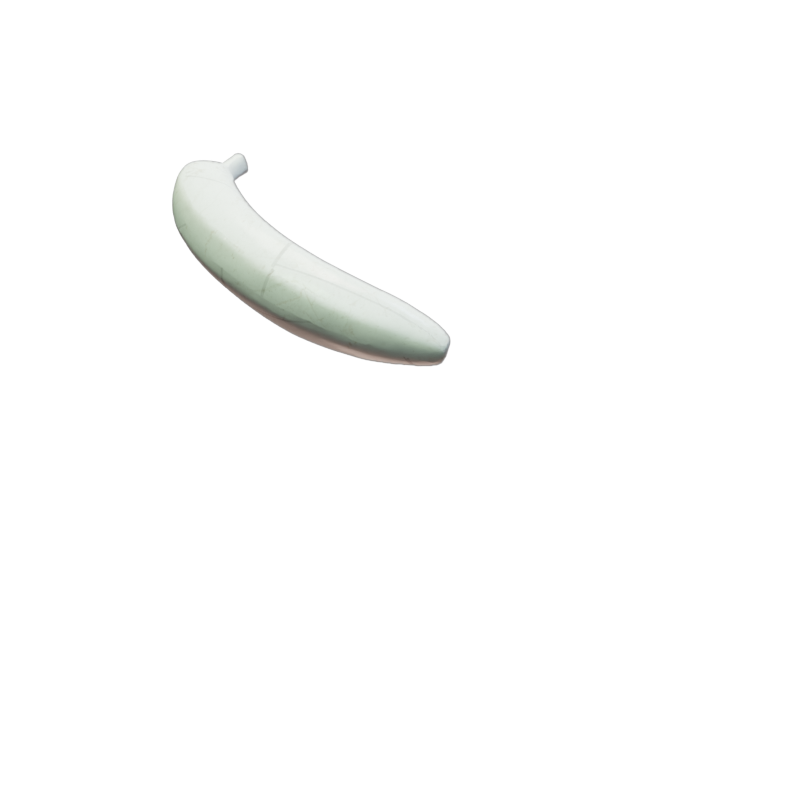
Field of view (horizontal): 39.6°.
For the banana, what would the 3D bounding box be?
[{"bbox_3d":[-0.059,-0.072,0.531,0.069,0.034,0.214,-22,46,-24],"label":"banana"}]
